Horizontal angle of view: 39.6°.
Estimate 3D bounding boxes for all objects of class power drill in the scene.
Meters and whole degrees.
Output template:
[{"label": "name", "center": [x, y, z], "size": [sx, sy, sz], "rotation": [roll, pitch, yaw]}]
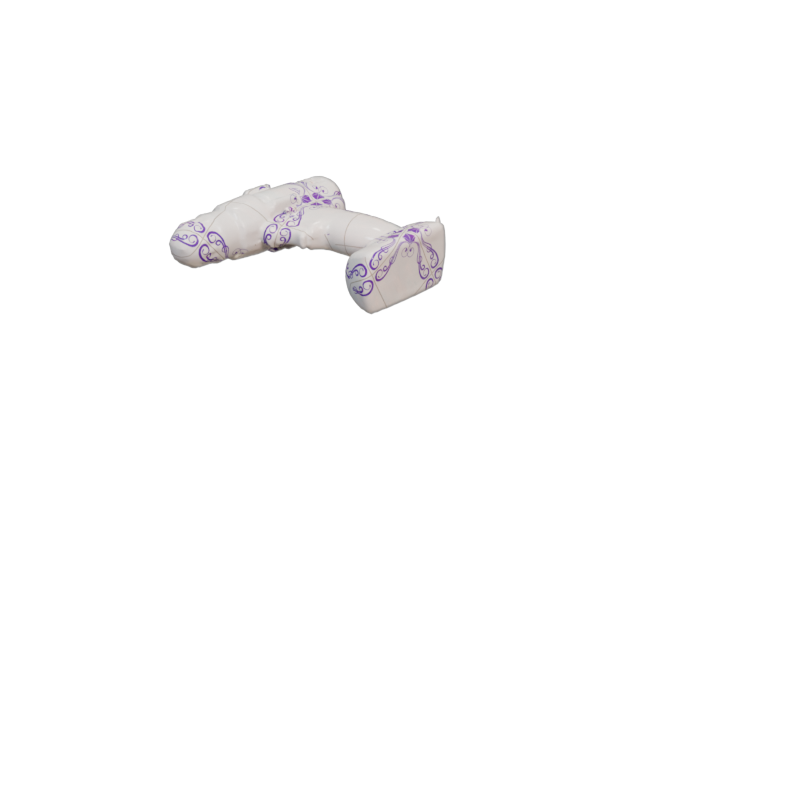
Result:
[{"label": "power drill", "center": [-0.072, -0.131, 0.920], "size": [0.200, 0.054, 0.184], "rotation": [25, 39, 36]}]
